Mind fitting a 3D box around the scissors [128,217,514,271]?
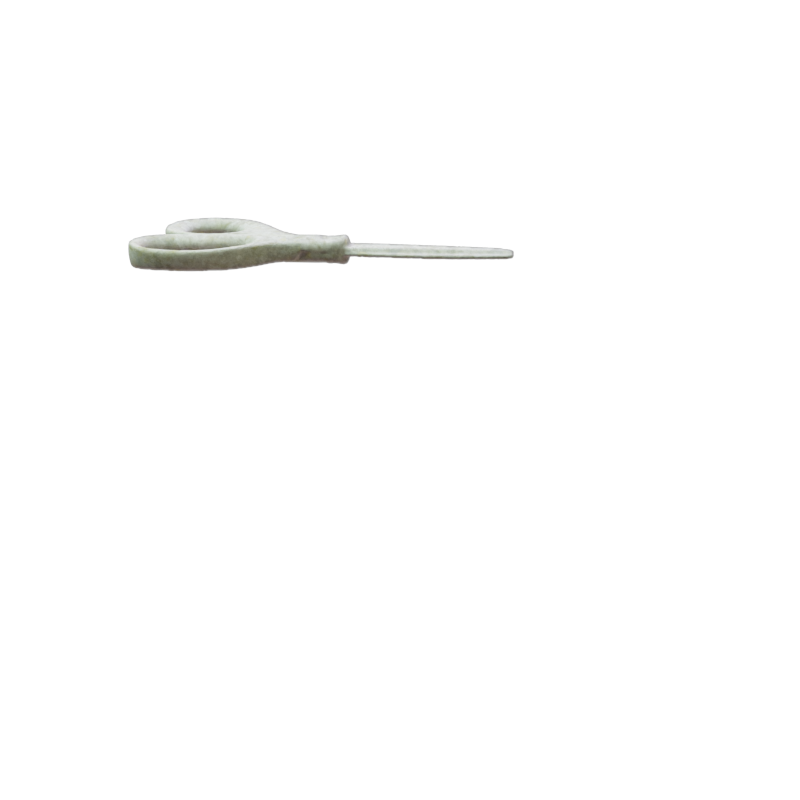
[{"bbox_3d":[-0.048,-0.088,0.616,0.200,0.015,0.101,-3,20,-8],"label":"scissors"}]
